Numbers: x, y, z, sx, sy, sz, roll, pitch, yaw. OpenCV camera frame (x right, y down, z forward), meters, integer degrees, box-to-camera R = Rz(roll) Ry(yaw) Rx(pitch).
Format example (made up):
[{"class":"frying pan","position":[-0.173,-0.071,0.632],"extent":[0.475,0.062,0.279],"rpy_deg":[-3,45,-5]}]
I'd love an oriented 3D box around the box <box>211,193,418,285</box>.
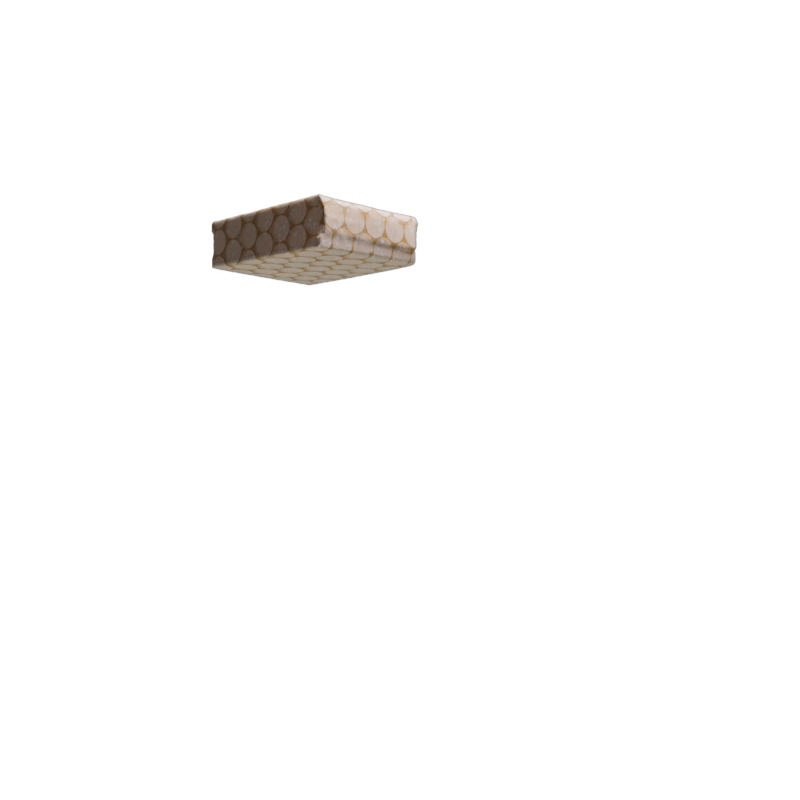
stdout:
[{"class":"box","position":[-0.047,-0.086,0.599],"extent":[0.070,0.031,0.092],"rpy_deg":[5,-8,-44]}]
